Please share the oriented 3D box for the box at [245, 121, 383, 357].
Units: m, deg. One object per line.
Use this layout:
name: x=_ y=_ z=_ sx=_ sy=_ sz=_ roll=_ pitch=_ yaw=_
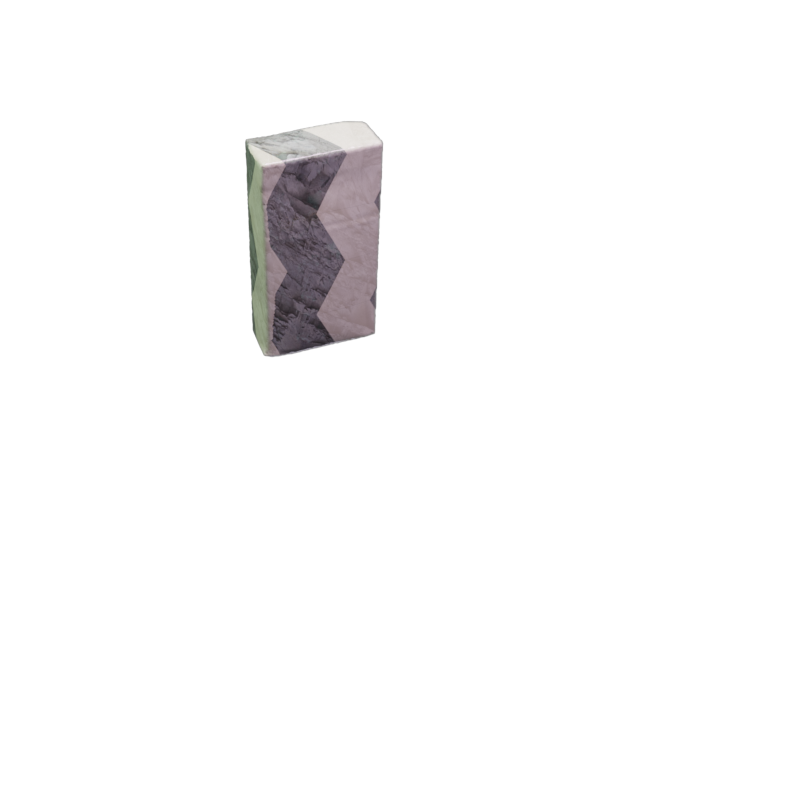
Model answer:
box: x=-0.064 y=-0.118 z=0.824 sx=0.092 sy=0.165 sz=0.052 roll=-12 pitch=38 yaw=-19
